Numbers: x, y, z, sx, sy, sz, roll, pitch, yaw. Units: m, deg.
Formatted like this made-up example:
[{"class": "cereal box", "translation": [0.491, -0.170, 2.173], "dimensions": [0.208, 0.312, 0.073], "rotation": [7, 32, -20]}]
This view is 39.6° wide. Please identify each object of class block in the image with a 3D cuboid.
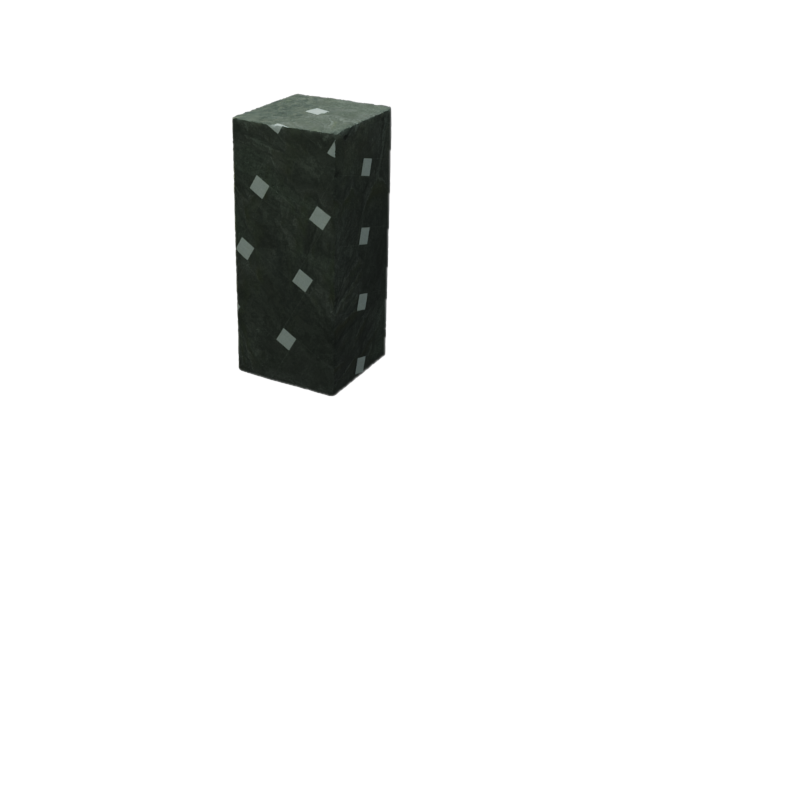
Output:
[{"class": "block", "translation": [-0.066, -0.122, 0.854], "dimensions": [0.094, 0.196, 0.091], "rotation": [14, 26, 26]}]
